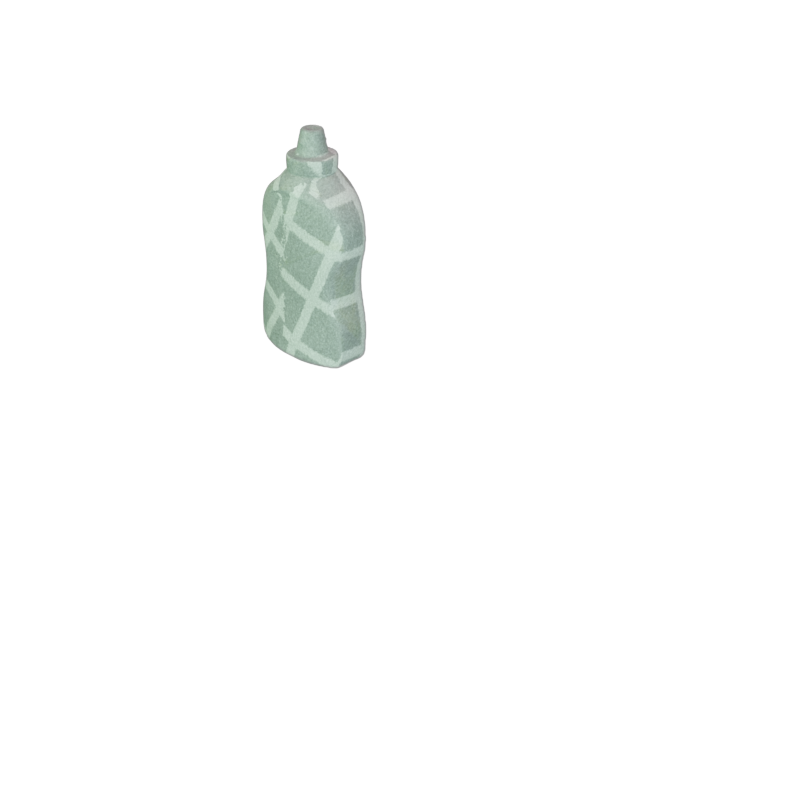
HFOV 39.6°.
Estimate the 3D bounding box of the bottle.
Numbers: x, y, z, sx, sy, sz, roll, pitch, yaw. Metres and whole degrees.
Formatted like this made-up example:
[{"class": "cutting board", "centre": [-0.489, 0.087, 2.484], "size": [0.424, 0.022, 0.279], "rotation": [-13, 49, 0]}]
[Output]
[{"class": "bottle", "centre": [-0.070, -0.127, 0.890], "size": [0.058, 0.182, 0.102], "rotation": [-21, 34, -39]}]
